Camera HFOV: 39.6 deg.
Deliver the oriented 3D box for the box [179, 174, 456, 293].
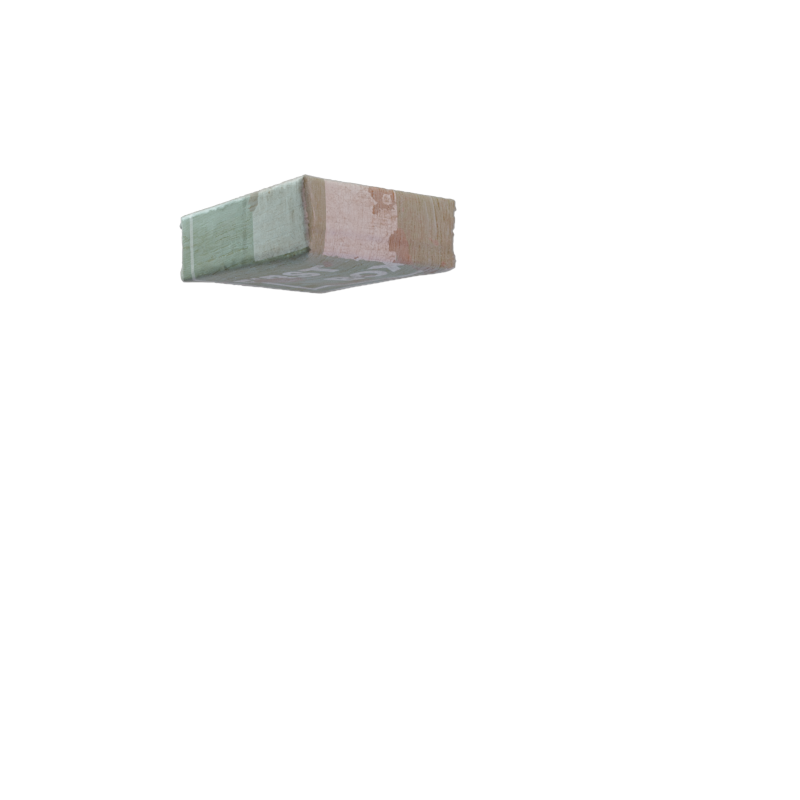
[{"bbox_3d":[-0.042,-0.077,0.541,0.086,0.039,0.117,1,-1,-38],"label":"box"}]
